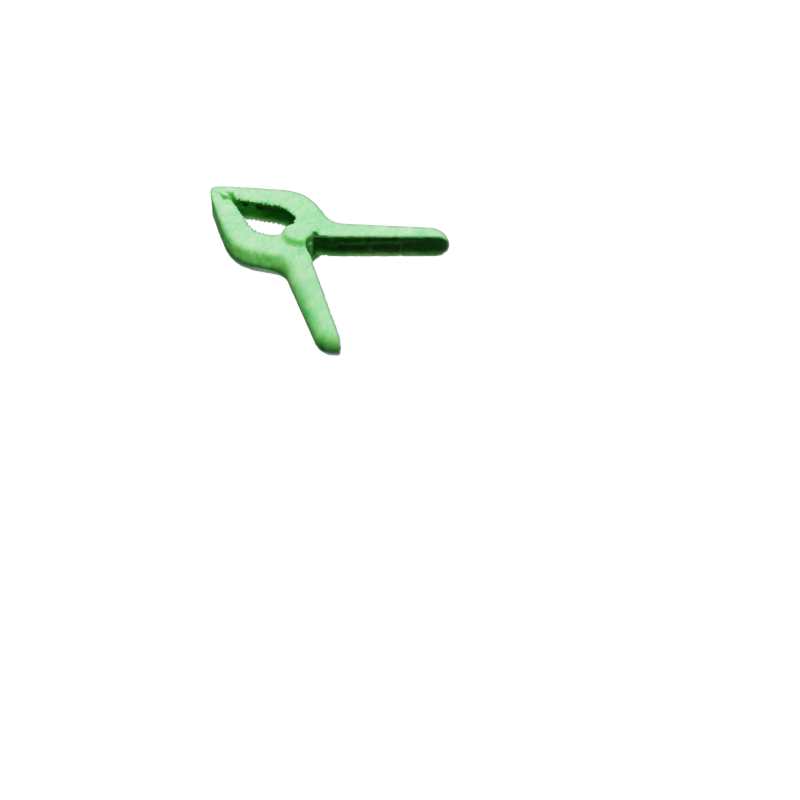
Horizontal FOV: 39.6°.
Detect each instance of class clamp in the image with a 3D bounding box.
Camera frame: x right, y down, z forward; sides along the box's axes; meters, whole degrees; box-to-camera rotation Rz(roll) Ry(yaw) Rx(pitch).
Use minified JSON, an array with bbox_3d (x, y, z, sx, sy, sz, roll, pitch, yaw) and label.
[{"bbox_3d":[-0.075,-0.136,0.955,0.224,0.034,0.166,35,55,29],"label":"clamp"}]
